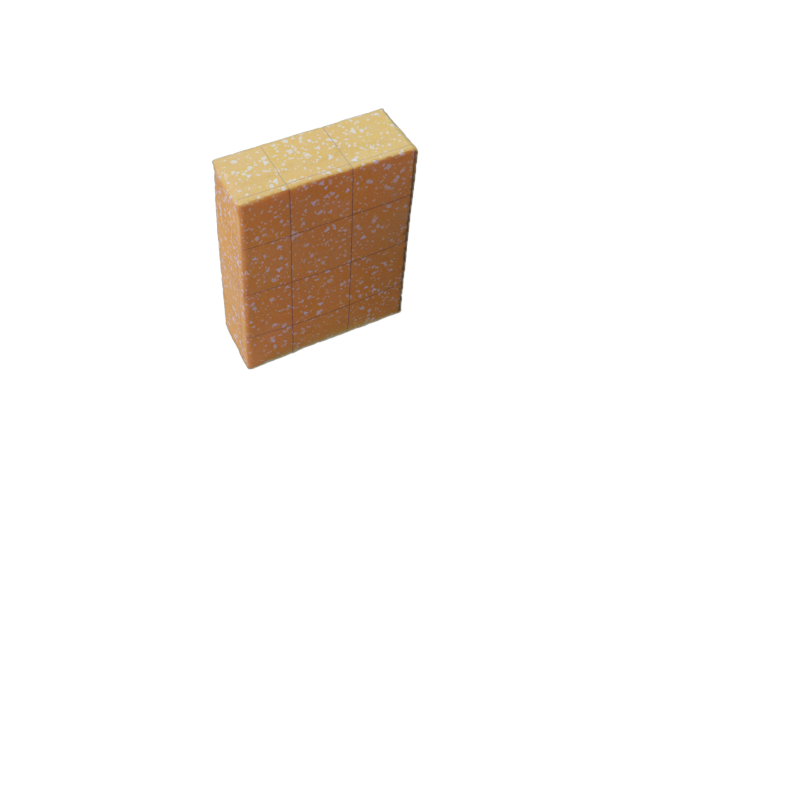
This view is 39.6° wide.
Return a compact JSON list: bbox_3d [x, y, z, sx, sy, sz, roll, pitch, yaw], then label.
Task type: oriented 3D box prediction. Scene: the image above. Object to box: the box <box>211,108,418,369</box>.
[{"bbox_3d":[-0.077,-0.141,0.988,0.163,0.077,0.199,-21,-35,-19],"label":"box"}]
